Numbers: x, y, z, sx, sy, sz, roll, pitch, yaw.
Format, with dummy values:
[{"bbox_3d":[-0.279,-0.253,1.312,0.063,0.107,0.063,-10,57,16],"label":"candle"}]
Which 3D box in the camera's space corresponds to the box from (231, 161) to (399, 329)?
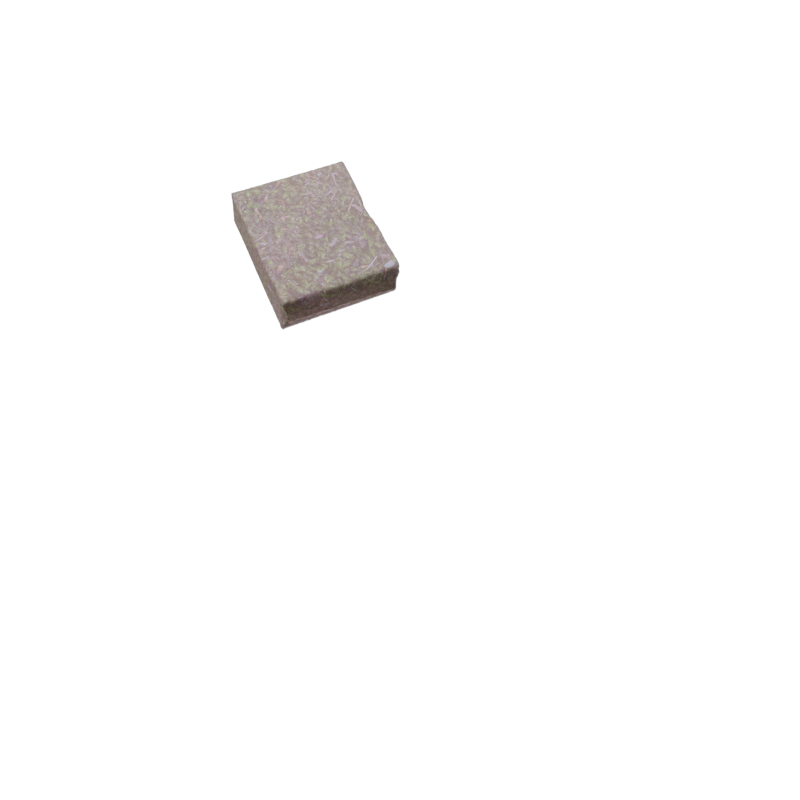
[{"bbox_3d":[-0.051,-0.094,0.656,0.072,0.096,0.028,-19,-32,-13],"label":"box"}]
